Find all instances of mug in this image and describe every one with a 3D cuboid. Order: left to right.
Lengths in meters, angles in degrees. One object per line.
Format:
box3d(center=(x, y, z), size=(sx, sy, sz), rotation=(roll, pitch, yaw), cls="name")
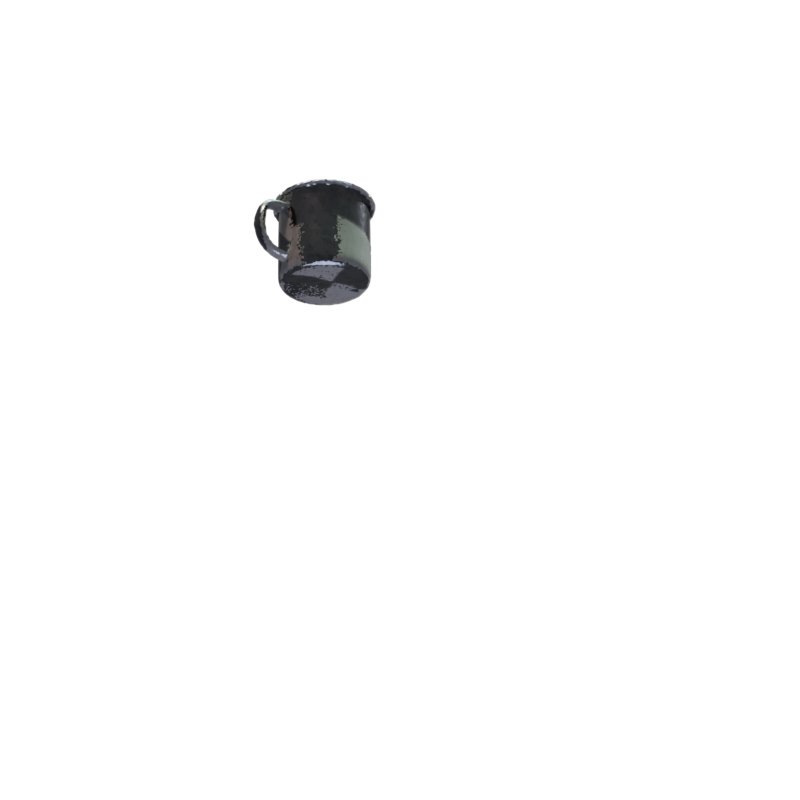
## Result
box3d(center=(-0.077, -0.140, 0.978), size=(0.111, 0.087, 0.093), rotation=(19, -34, -33), cls="mug")
